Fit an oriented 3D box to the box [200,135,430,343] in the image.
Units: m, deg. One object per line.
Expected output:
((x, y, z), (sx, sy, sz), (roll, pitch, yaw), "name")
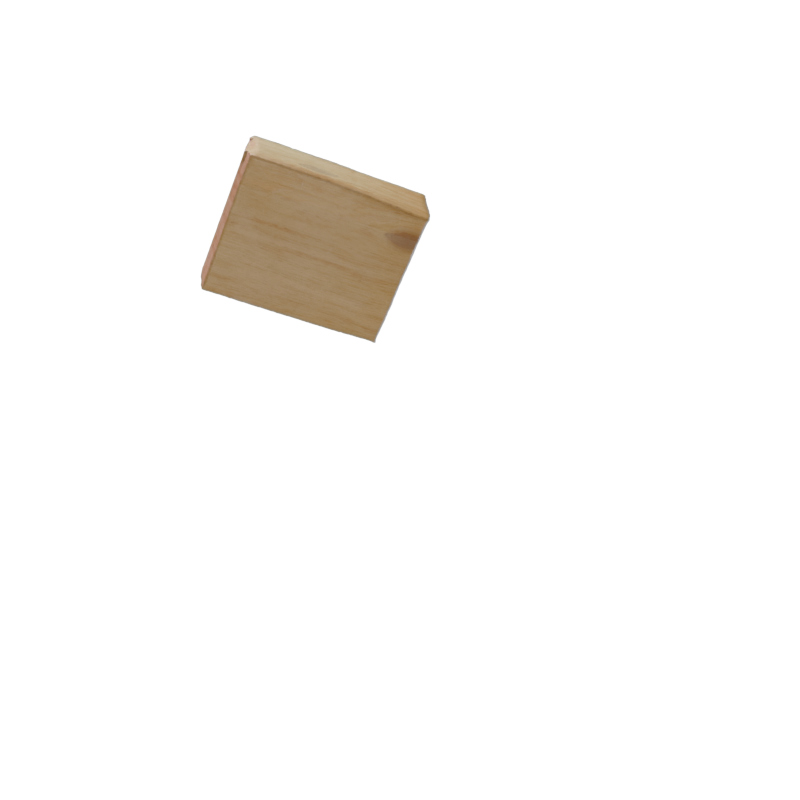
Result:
((-0.051, -0.093, 0.650), (0.111, 0.087, 0.041), (19, 24, -9), "box")
